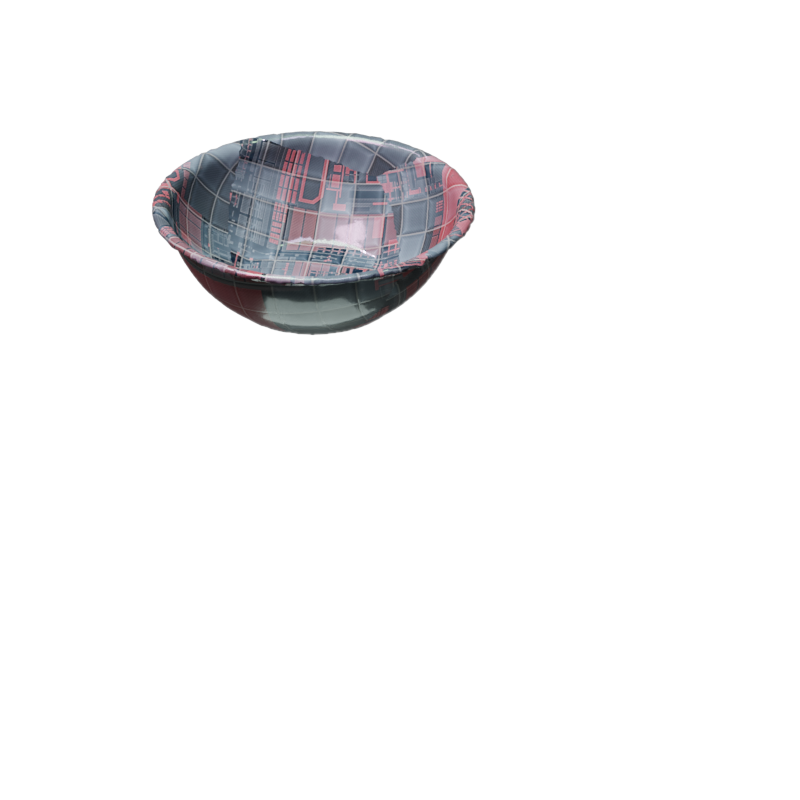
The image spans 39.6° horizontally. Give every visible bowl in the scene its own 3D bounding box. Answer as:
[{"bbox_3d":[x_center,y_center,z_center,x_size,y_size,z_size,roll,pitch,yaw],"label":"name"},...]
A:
[{"bbox_3d":[-0.044,-0.081,0.568,0.162,0.052,0.173,-1,35,-2],"label":"bowl"}]
